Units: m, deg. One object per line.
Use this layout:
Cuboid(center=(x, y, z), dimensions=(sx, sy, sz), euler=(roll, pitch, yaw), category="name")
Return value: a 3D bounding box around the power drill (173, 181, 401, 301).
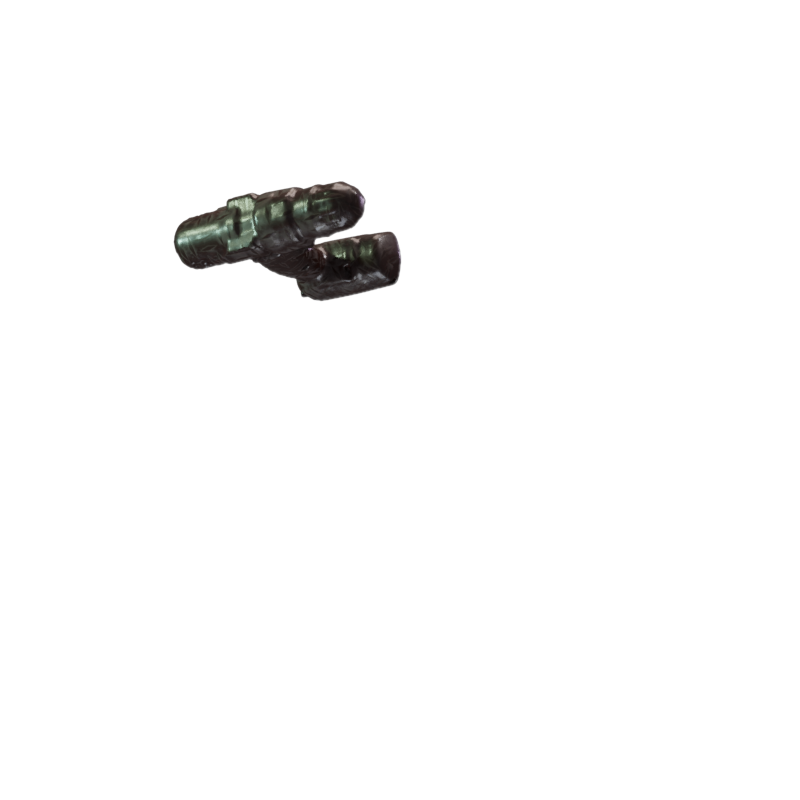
Cuboid(center=(-0.077, -0.140, 0.978), dimensions=(0.189, 0.059, 0.177), euler=(-7, -12, 32), category="power drill")
